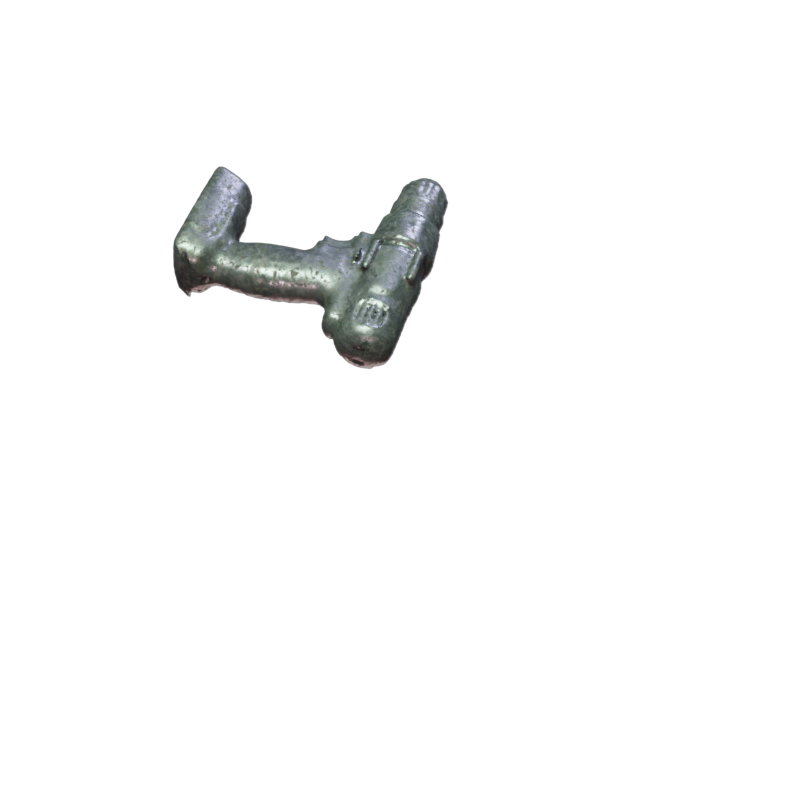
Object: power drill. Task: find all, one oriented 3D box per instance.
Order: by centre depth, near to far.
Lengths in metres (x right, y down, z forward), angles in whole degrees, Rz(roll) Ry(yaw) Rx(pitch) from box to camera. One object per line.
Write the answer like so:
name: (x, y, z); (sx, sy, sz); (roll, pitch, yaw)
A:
power drill: (-0.067, -0.123, 0.858); (0.192, 0.193, 0.053); (14, -39, 12)
